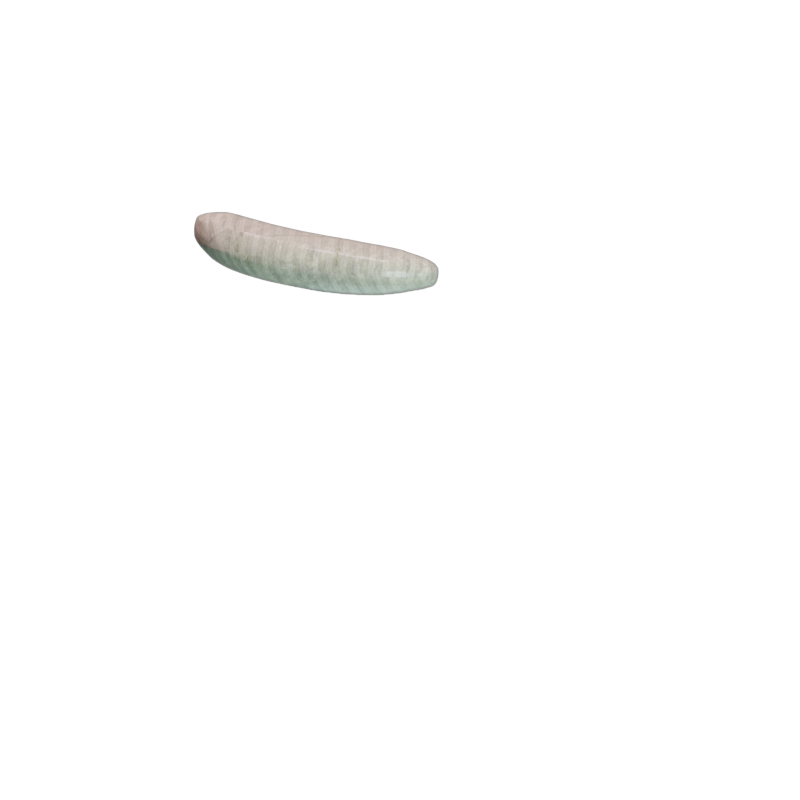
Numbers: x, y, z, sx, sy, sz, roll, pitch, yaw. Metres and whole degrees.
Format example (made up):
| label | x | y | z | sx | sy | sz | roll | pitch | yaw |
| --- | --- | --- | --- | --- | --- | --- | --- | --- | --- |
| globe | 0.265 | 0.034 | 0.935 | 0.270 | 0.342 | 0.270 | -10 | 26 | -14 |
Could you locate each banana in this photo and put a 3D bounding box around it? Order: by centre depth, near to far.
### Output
| label | x | y | z | sx | sy | sz | roll | pitch | yaw |
| --- | --- | --- | --- | --- | --- | --- | --- | --- | --- |
| banana | -0.073 | -0.103 | 0.754 | 0.208 | 0.035 | 0.070 | 19 | 33 | 31 |
